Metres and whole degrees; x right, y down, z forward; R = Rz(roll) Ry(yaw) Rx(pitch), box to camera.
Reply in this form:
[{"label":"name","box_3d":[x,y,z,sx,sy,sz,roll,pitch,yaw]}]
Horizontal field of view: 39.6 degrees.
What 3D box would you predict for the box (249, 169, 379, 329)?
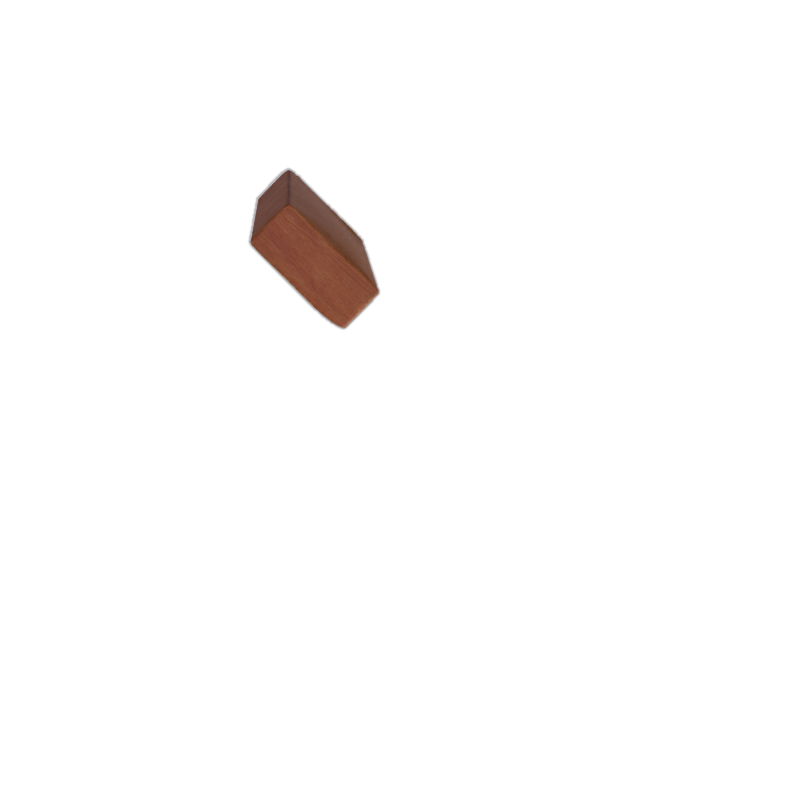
[{"label":"box","box_3d":[-0.066,-0.121,0.846,0.090,0.048,0.184,43,12,-16]}]
